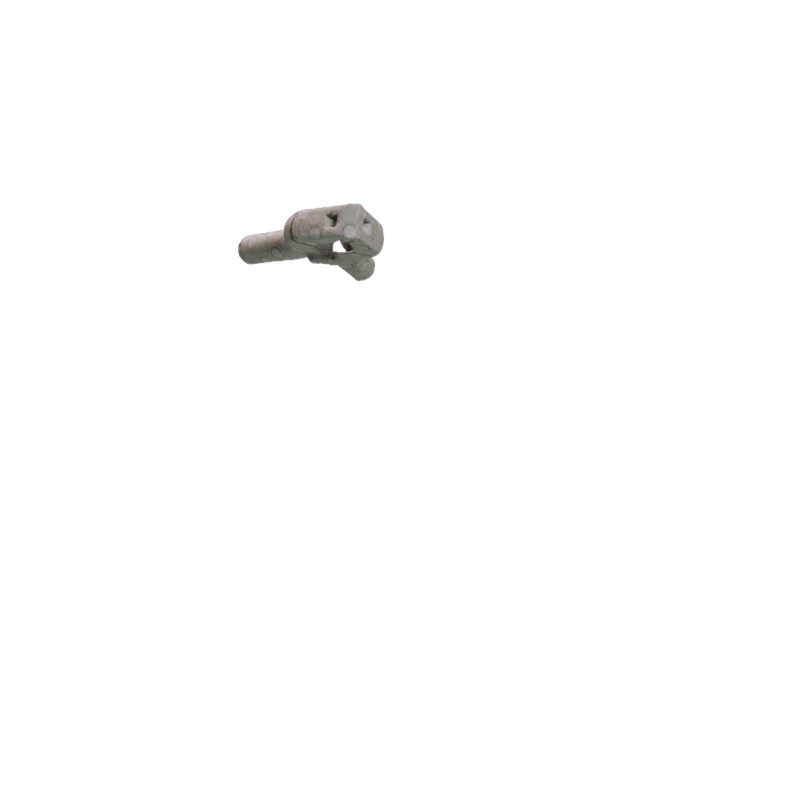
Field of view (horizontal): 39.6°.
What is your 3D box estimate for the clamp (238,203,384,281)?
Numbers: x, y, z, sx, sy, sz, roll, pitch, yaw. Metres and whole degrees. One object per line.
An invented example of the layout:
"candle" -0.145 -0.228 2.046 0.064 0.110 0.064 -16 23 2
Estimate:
"clamp" -0.070 -0.128 0.899 0.119 0.040 0.168 1 -8 -8
